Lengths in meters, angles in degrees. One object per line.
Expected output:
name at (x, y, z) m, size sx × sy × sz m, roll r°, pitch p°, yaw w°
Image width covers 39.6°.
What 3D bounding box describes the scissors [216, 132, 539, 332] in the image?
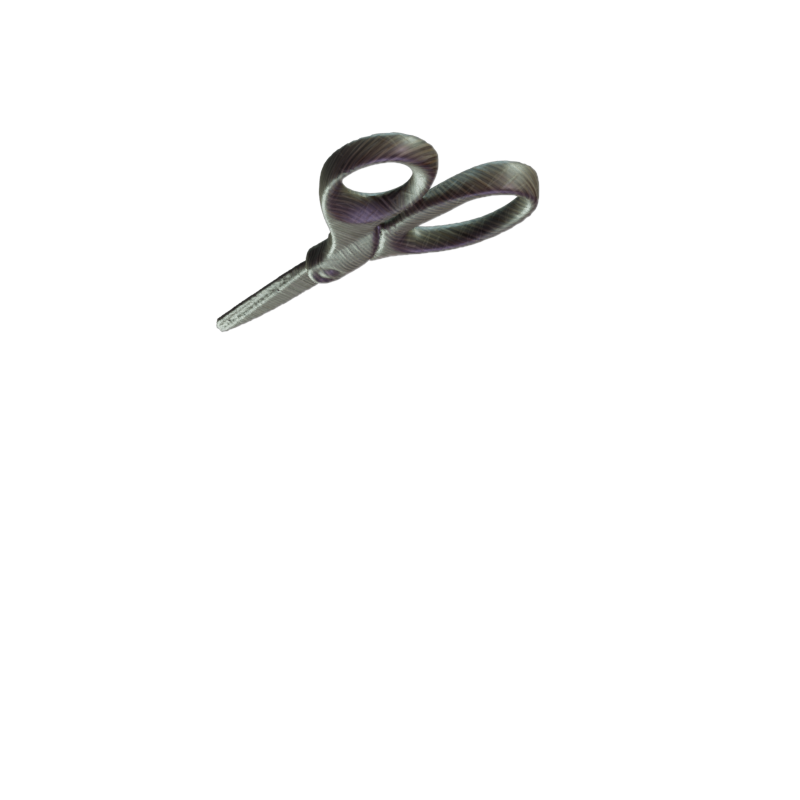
scissors at (-0.038, -0.069, 0.483) m, size 0.205 × 0.017 × 0.090 m, roll -15°, pitch -25°, yaw 34°
